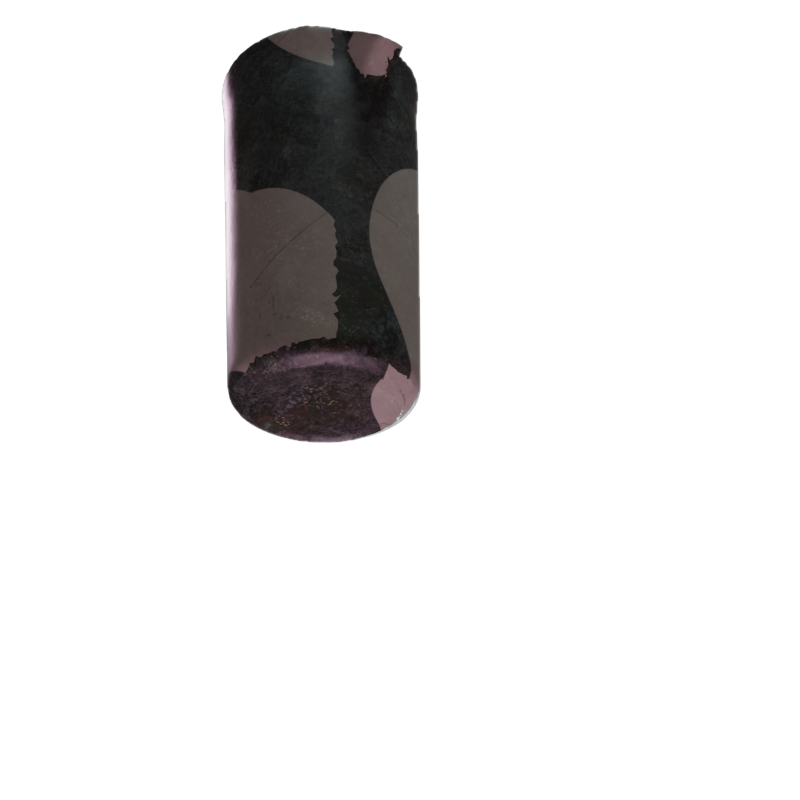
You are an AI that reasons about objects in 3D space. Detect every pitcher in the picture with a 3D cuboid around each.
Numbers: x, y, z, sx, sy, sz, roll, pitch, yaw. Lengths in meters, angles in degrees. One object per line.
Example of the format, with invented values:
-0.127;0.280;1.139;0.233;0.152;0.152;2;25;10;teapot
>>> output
-0.054;-0.099;0.690;0.146;0.260;0.138;-7;-34;7;pitcher
